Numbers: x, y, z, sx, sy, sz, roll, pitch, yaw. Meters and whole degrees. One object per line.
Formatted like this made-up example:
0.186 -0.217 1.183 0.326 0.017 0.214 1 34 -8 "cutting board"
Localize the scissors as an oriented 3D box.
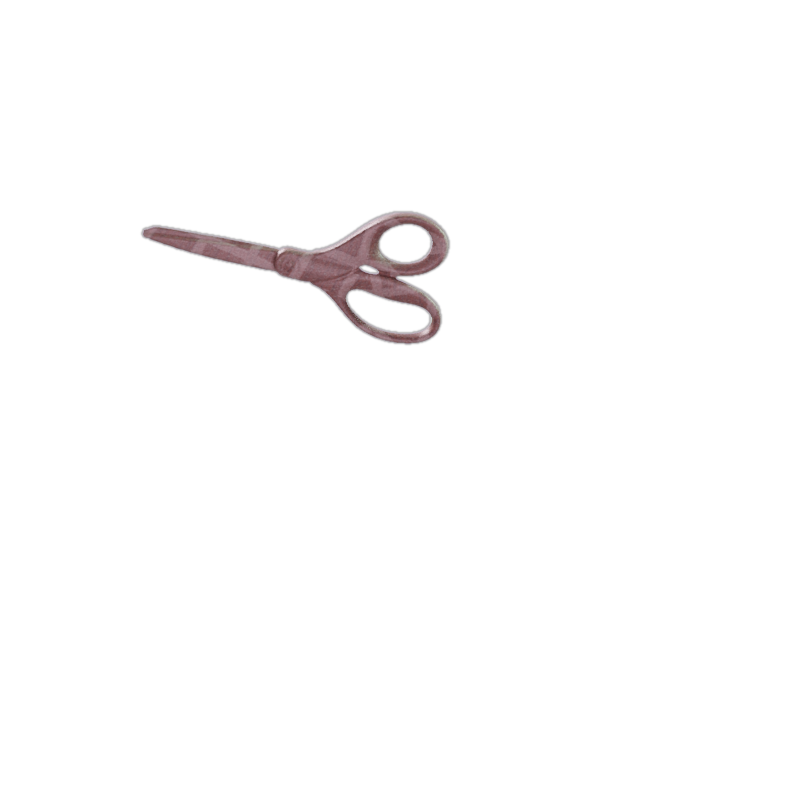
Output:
-0.056 -0.103 0.719 0.198 0.094 0.016 27 13 -7 "scissors"
